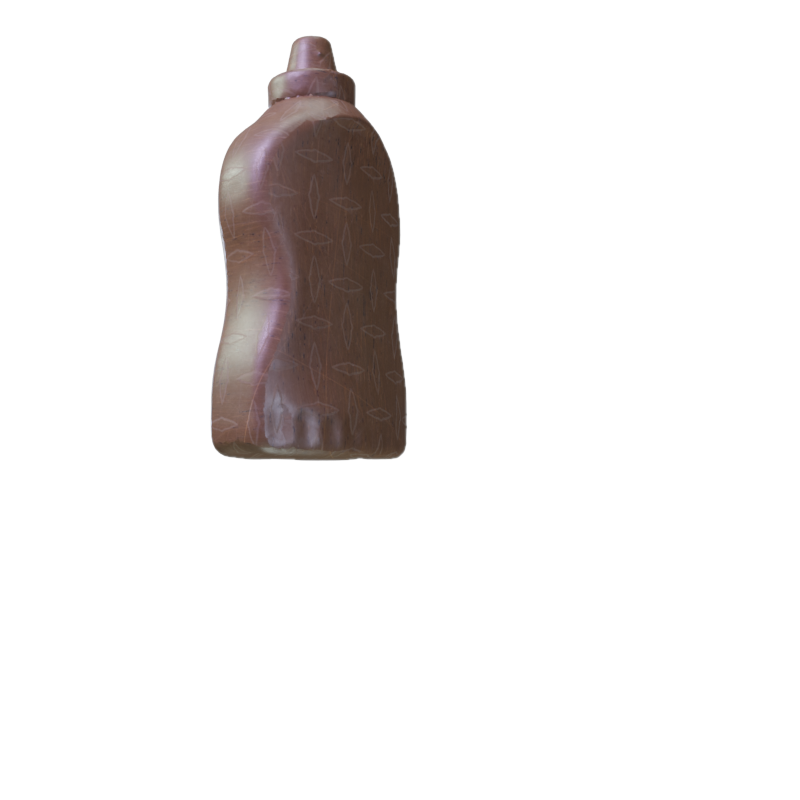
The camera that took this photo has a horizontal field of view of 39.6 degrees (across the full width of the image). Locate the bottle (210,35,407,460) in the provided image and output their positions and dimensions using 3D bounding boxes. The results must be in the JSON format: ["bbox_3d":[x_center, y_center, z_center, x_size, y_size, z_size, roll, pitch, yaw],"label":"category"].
[{"bbox_3d":[-0.039,-0.071,0.498,0.060,0.197,0.091,-11,-15,42],"label":"bottle"}]
